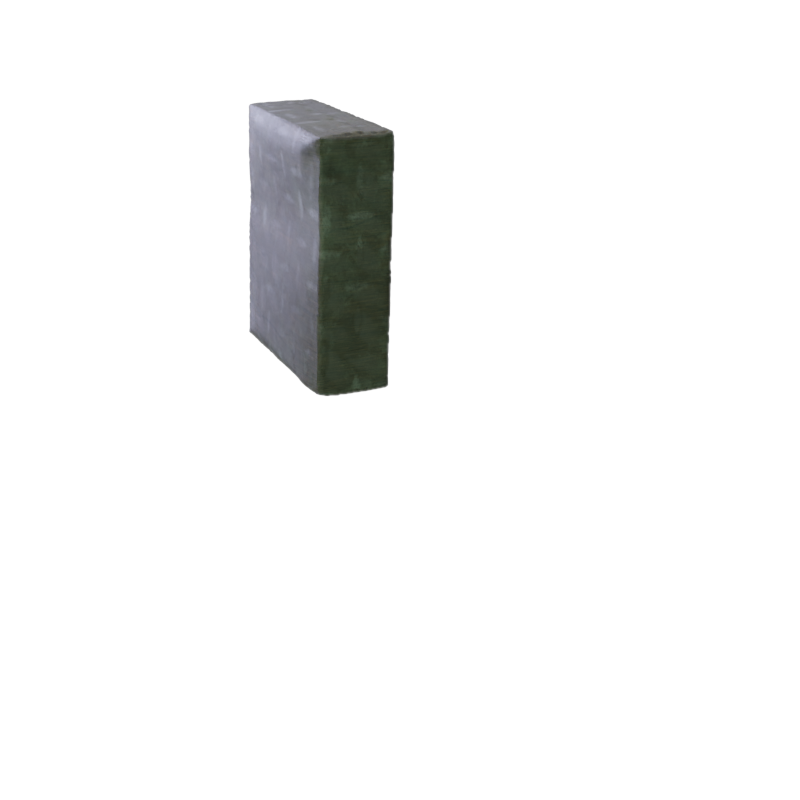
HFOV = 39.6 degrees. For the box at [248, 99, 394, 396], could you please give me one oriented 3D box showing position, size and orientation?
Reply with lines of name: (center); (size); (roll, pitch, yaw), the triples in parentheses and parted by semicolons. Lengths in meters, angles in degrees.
box: (-0.073, -0.132, 0.927); (0.070, 0.205, 0.175); (-7, 22, -25)
